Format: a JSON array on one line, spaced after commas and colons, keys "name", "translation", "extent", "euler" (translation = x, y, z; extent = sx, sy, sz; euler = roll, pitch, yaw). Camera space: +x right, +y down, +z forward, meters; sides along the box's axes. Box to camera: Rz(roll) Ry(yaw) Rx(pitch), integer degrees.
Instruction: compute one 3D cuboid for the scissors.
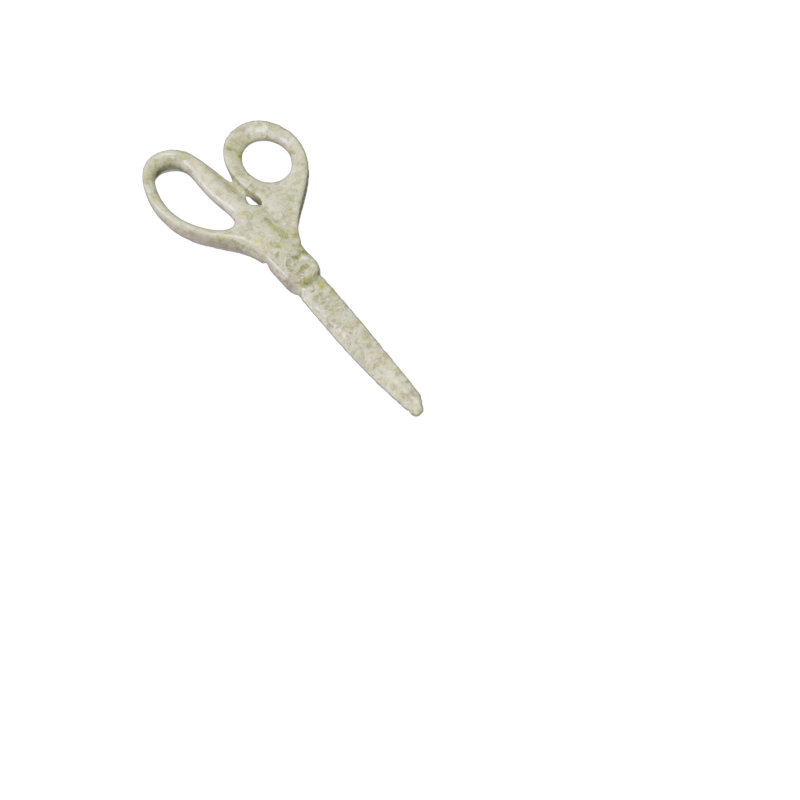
[{"name": "scissors", "translation": [-0.044, -0.081, 0.565], "extent": [0.212, 0.098, 0.015], "euler": [34, -28, 21]}]
